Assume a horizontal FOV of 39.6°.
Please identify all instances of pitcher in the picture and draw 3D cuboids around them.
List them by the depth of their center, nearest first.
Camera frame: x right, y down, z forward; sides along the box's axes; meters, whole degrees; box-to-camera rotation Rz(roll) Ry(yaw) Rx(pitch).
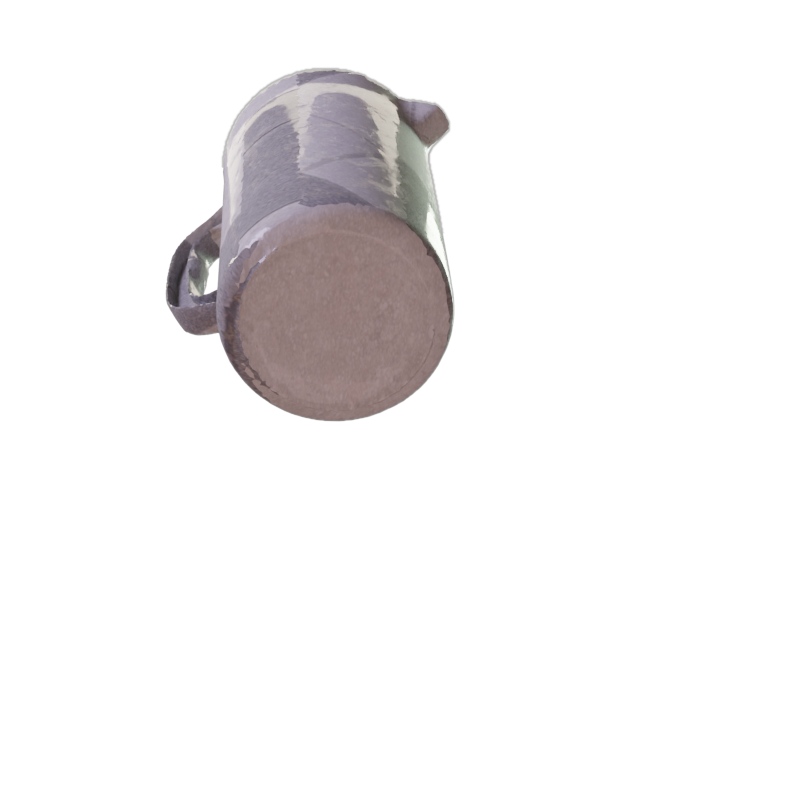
[{"bbox_3d":[-0.047,-0.086,0.605,0.143,0.144,0.256,15,24,-10],"label":"pitcher"}]
